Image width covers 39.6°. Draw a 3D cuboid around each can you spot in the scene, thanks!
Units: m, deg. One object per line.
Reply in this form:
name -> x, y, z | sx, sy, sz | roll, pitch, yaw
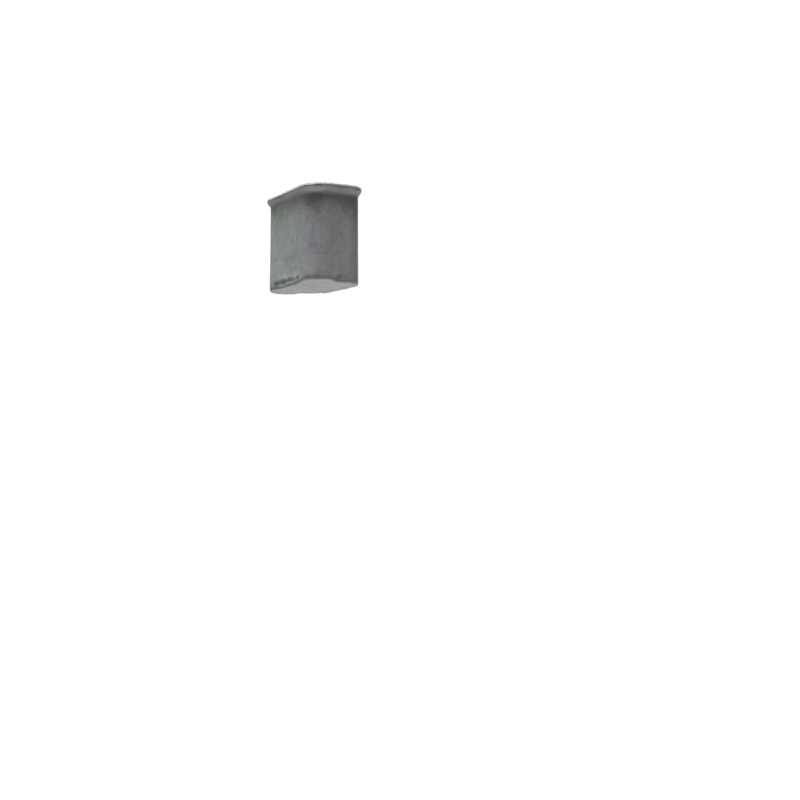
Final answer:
can -> -0.076, -0.138, 0.964 | 0.055, 0.085, 0.104 | 3, -5, -29
